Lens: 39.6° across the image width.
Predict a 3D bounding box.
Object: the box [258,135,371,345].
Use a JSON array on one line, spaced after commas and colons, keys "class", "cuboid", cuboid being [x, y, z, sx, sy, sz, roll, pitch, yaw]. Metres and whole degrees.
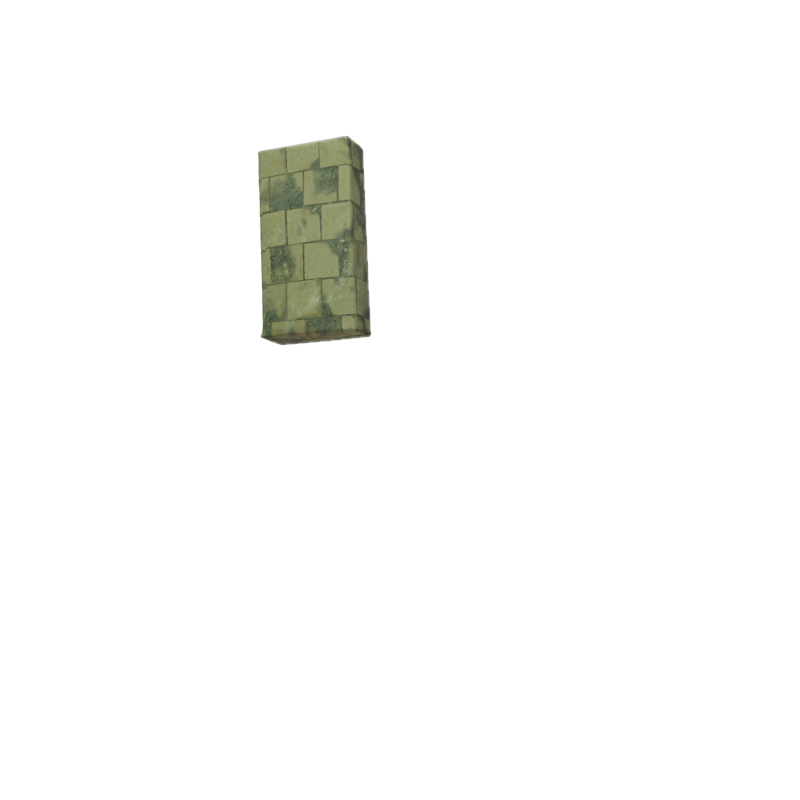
[{"class": "box", "cuboid": [-0.078, -0.142, 0.994, 0.095, 0.182, 0.045, -6, -15, 22]}]
